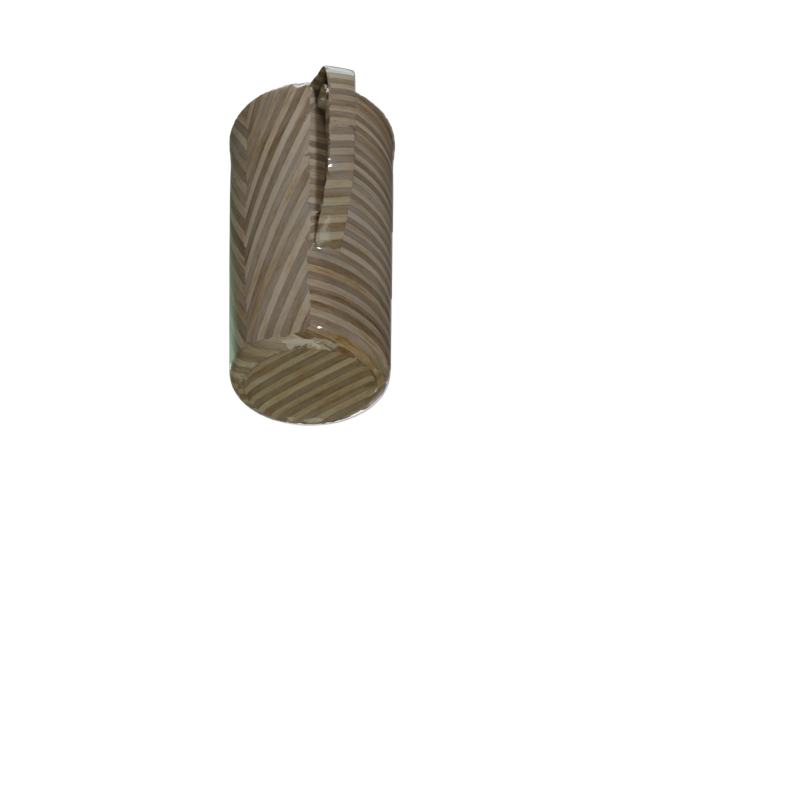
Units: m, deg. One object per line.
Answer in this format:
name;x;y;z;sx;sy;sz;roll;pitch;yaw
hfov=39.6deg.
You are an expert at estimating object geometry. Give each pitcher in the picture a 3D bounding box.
pitcher;-0.063;-0.115;0.805;0.146;0.261;0.138;-21;-43;22
